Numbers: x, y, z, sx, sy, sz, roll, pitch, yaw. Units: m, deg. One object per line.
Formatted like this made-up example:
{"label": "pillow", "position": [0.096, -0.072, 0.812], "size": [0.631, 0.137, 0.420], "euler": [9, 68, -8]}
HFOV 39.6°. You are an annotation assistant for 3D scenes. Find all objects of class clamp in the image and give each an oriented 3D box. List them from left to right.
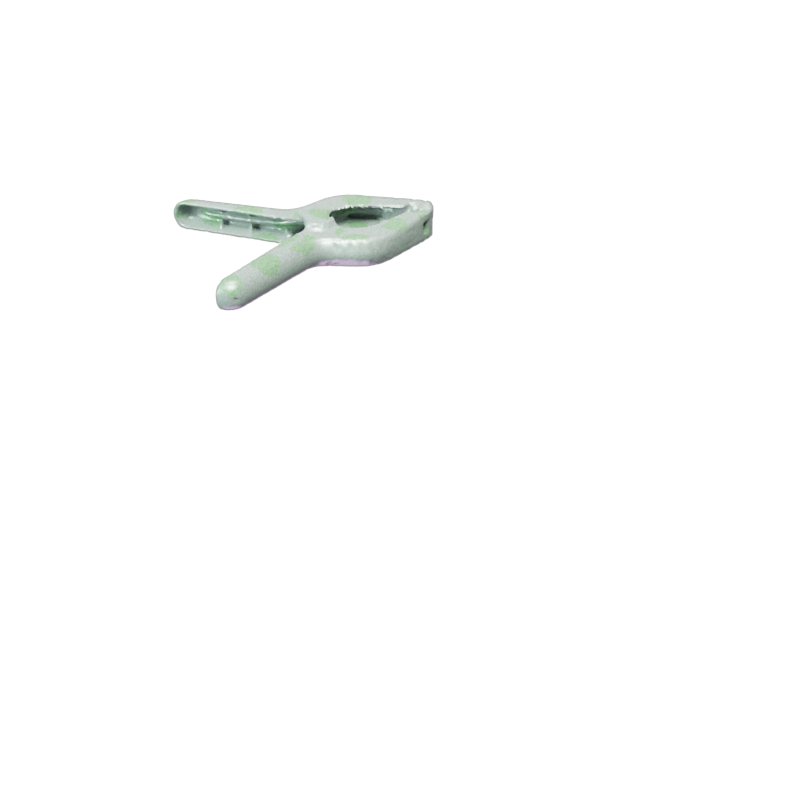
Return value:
{"label": "clamp", "position": [-0.069, -0.126, 0.884], "size": [0.207, 0.034, 0.177], "euler": [-7, 34, -11]}
